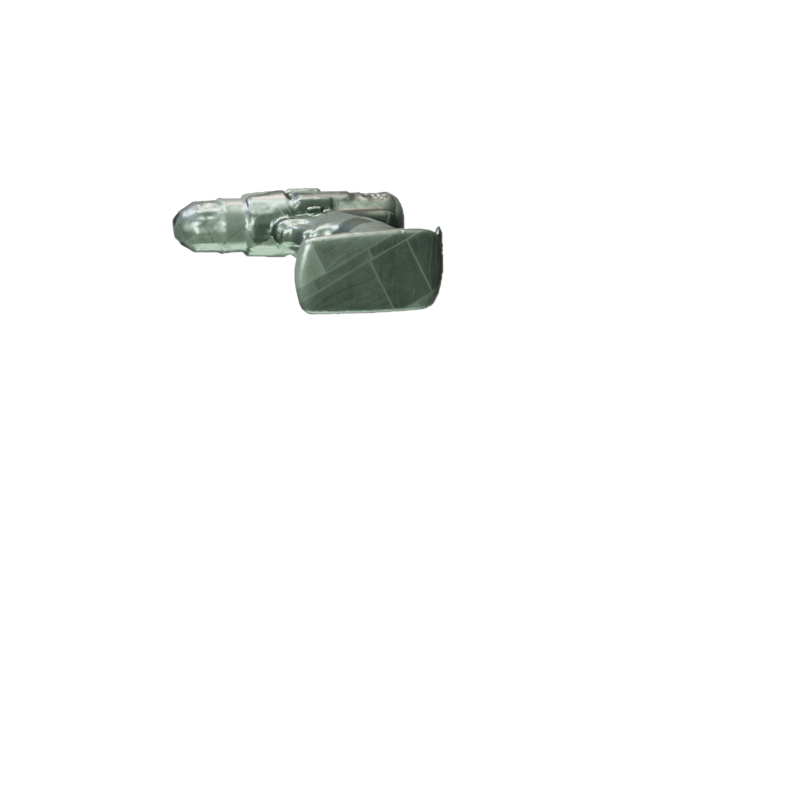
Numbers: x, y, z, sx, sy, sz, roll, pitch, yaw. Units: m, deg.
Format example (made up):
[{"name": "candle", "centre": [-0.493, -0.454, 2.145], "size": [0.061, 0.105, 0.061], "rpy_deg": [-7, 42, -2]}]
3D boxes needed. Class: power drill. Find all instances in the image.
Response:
[{"name": "power drill", "centre": [-0.063, -0.116, 0.809], "size": [0.181, 0.055, 0.199], "rpy_deg": [-7, 23, -17]}]
